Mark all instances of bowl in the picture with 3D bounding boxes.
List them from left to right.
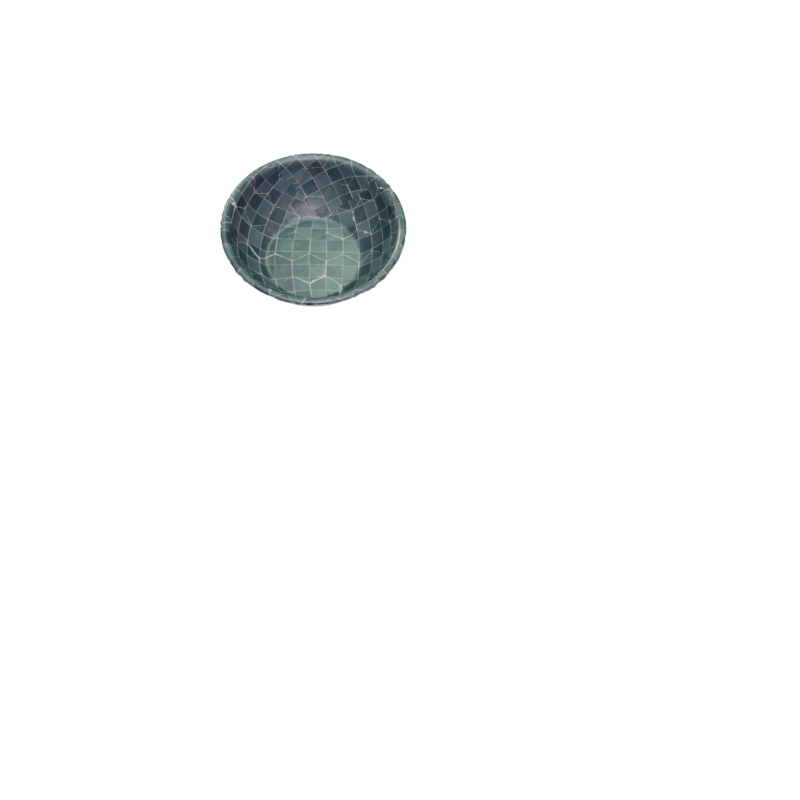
[{"bbox_3d":[-0.077,-0.140,0.982,0.162,0.173,0.052,-1,-31,-1],"label":"bowl"}]
